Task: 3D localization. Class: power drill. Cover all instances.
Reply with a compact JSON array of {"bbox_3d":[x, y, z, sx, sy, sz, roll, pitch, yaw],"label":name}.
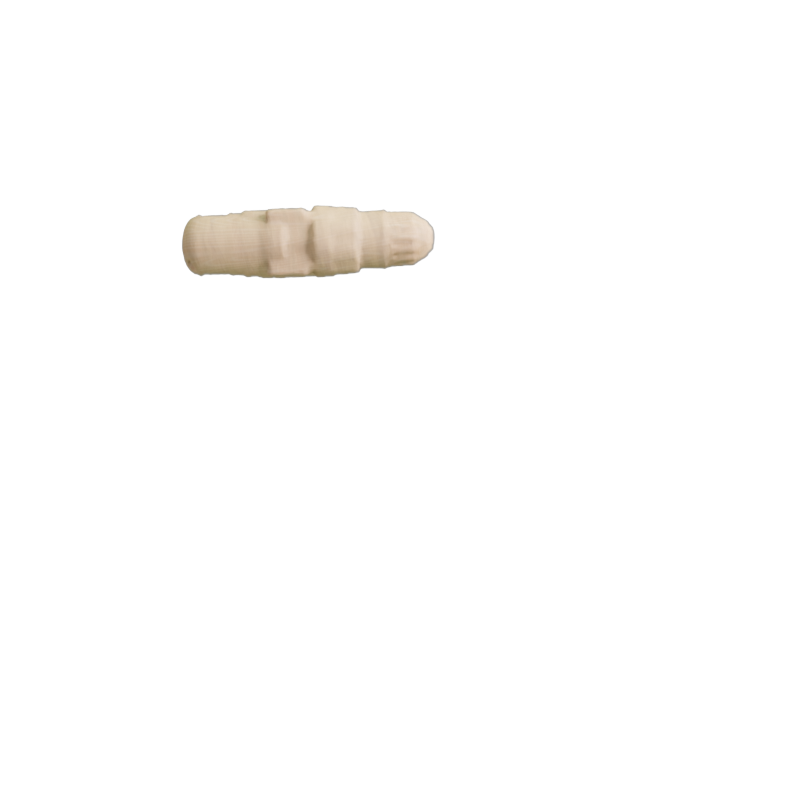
[{"bbox_3d":[-0.069,-0.126,0.881,0.185,0.057,0.188,0,5,1],"label":"power drill"}]
